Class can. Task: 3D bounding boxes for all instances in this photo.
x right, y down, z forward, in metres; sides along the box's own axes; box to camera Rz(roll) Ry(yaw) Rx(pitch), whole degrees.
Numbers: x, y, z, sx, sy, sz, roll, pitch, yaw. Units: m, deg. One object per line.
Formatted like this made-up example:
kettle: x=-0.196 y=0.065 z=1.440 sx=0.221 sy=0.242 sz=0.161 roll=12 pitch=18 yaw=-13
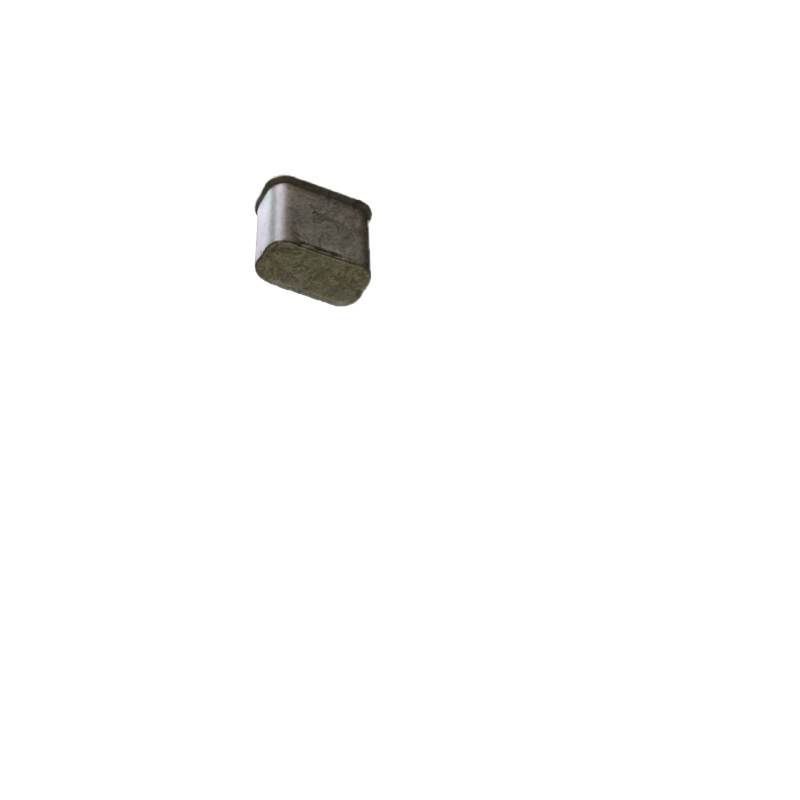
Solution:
can: x=-0.074 y=-0.136 z=0.951 sx=0.098 sy=0.090 sz=0.055 roll=17 pitch=-47 yaw=-19
